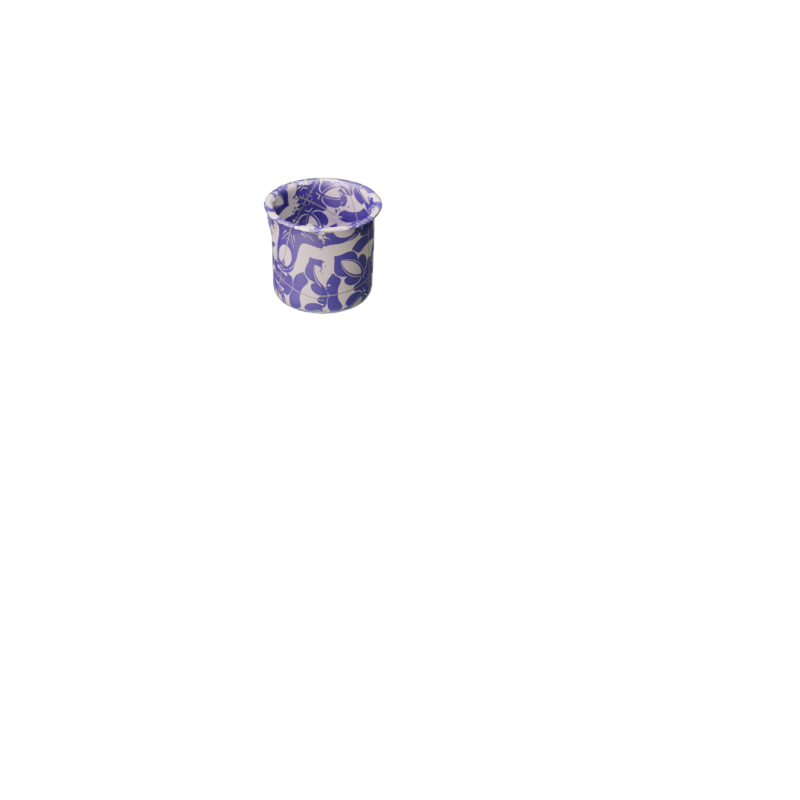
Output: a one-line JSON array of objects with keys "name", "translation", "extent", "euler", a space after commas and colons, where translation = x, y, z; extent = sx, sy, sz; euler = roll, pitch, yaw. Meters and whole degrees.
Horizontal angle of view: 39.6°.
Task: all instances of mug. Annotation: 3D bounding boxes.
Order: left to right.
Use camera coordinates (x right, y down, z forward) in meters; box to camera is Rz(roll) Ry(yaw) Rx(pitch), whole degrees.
[{"name": "mug", "translation": [-0.070, -0.128, 0.898], "extent": [0.093, 0.077, 0.125], "euler": [-25, 41, -34]}]
